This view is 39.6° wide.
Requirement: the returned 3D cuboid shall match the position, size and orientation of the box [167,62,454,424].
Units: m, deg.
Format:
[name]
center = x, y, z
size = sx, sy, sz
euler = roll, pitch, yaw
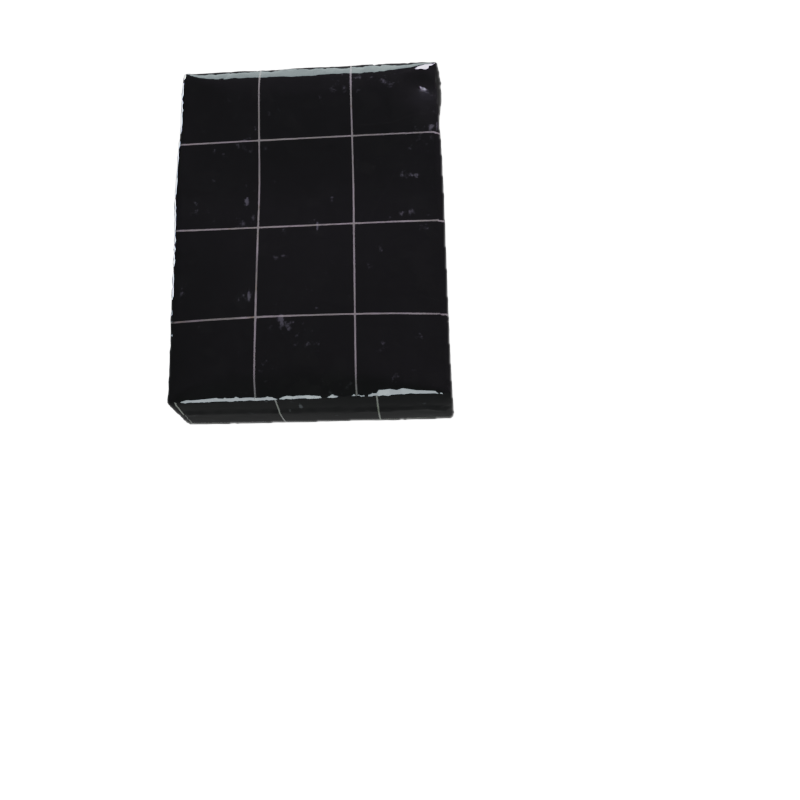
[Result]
[box]
center = -0.053, -0.097, 0.679
size = 0.165, 0.223, 0.068
euler = -2, -18, 4
